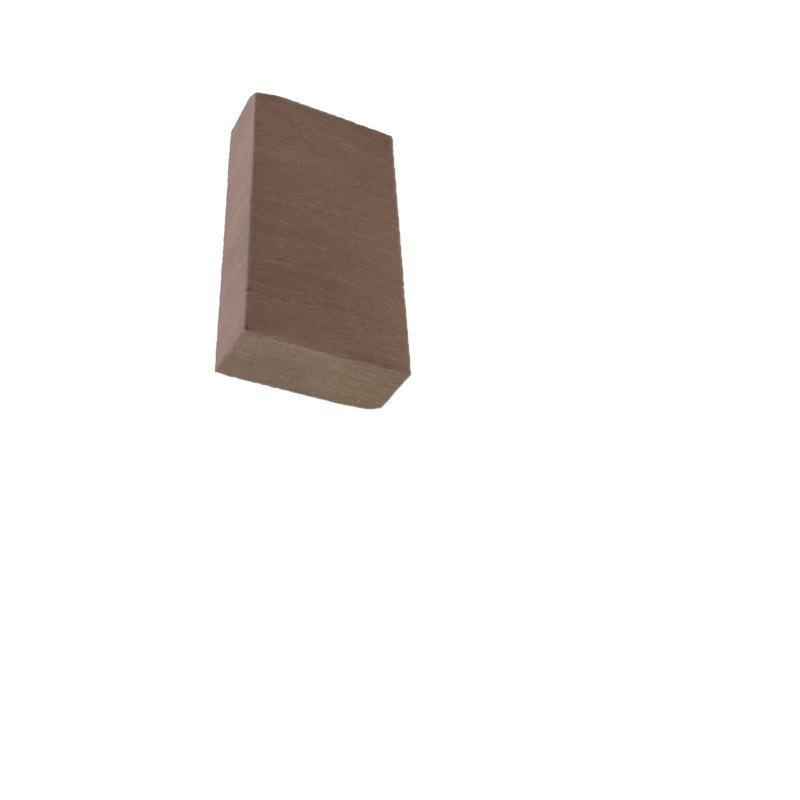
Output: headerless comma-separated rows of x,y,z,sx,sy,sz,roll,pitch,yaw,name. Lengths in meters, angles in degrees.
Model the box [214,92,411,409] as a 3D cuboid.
-0.047,-0.086,0.602,0.090,0.189,0.046,14,-40,-21,box
